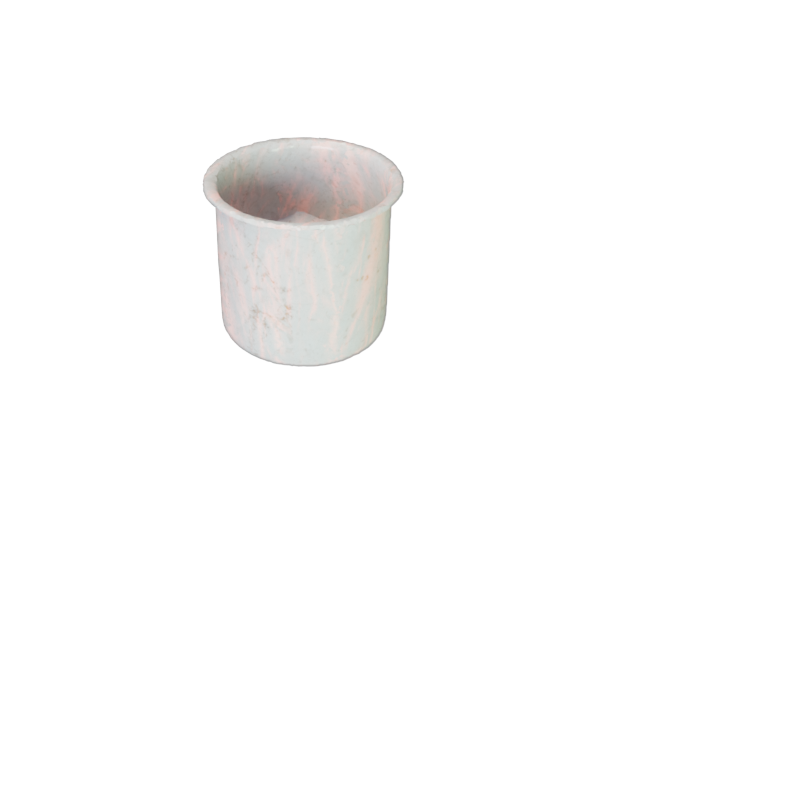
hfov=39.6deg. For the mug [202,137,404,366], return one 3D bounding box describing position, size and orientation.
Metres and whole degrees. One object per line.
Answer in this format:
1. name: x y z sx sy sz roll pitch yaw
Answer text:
1. mug: -0.042 -0.077 0.542 0.096 0.076 0.121 12 36 16
